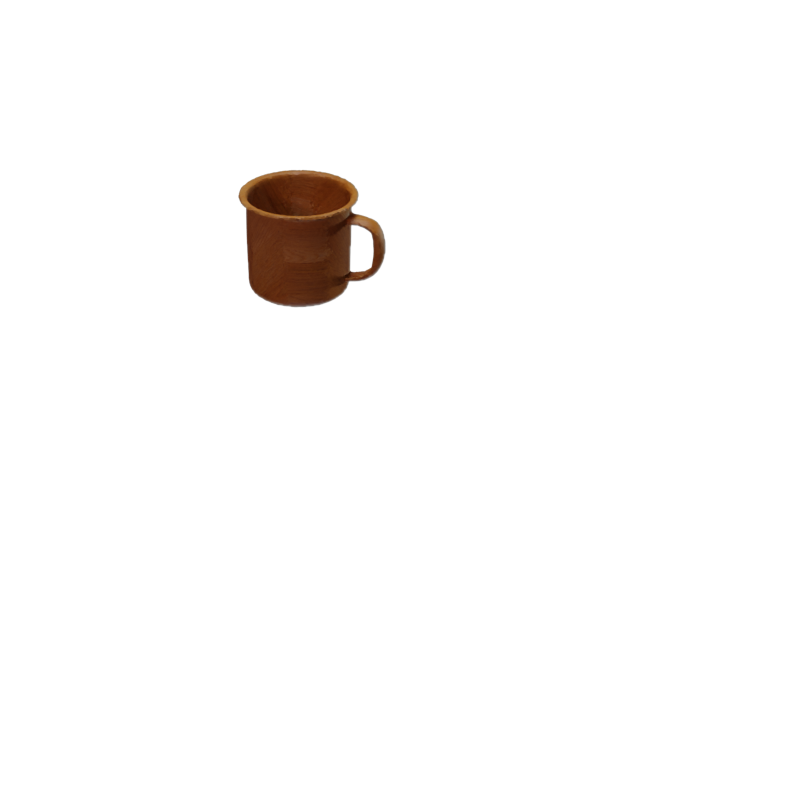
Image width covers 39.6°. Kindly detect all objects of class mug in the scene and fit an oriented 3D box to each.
[{"bbox_3d":[-0.068,-0.124,0.869,0.120,0.077,0.097,9,32,14],"label":"mug"}]
